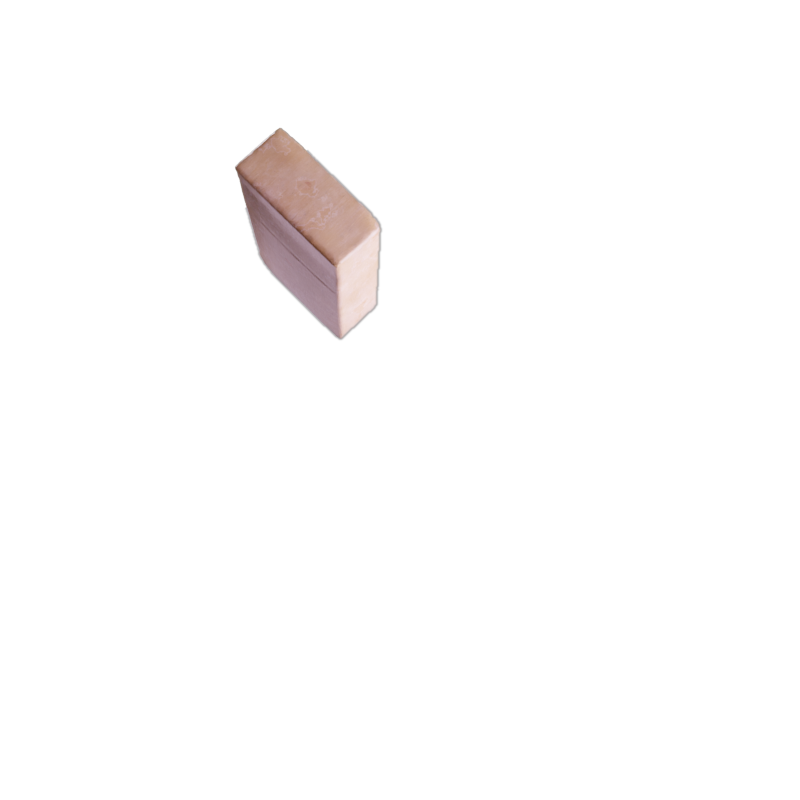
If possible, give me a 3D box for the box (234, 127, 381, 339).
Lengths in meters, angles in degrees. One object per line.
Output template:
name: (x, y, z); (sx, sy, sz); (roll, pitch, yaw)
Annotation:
box: (-0.058, -0.106, 0.745); (0.048, 0.096, 0.170); (-42, -8, -12)
